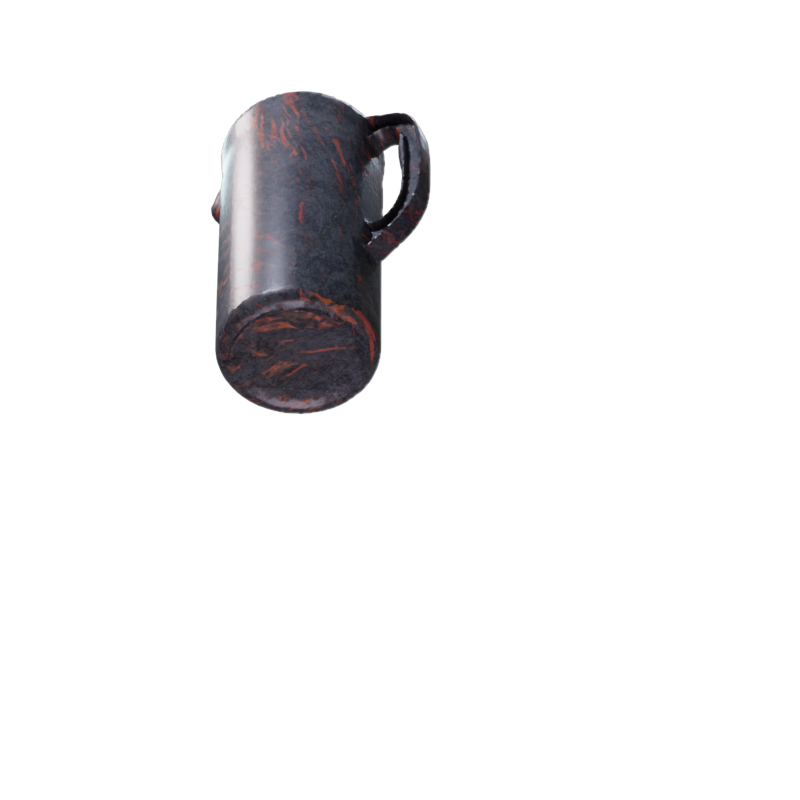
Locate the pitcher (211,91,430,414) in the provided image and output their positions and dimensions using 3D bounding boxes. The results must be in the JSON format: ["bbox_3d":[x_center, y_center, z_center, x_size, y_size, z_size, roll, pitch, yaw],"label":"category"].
[{"bbox_3d":[-0.063,-0.114,0.801,0.142,0.142,0.261,12,39,-14],"label":"pitcher"}]
